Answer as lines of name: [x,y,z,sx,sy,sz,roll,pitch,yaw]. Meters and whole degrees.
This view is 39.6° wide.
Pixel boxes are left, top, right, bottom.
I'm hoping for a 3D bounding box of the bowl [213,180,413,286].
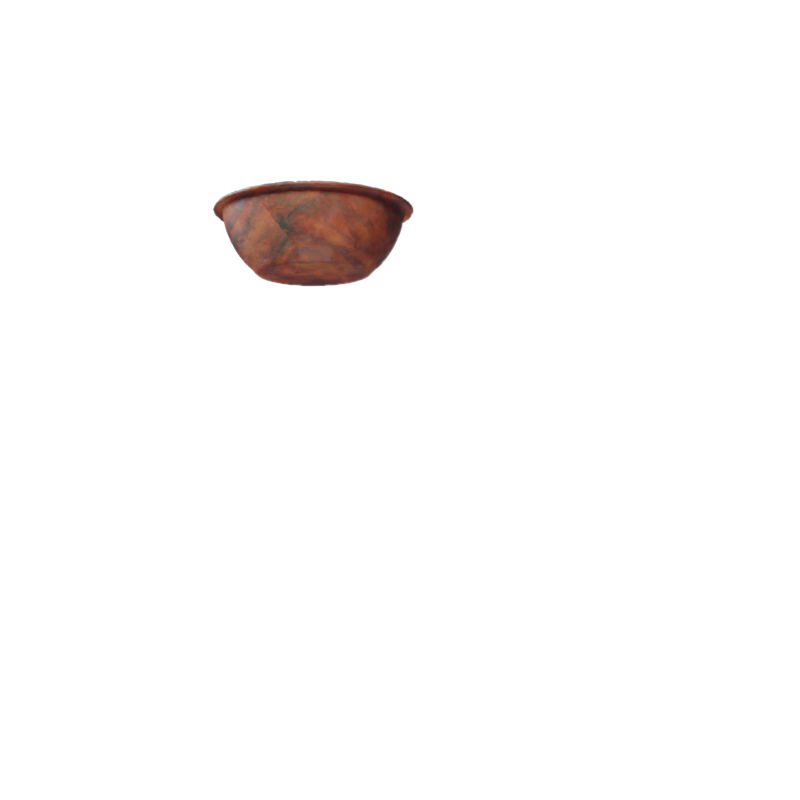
bowl: [-0.070,-0.127,0.893,0.162,0.057,0.158,0,-7,-2]
